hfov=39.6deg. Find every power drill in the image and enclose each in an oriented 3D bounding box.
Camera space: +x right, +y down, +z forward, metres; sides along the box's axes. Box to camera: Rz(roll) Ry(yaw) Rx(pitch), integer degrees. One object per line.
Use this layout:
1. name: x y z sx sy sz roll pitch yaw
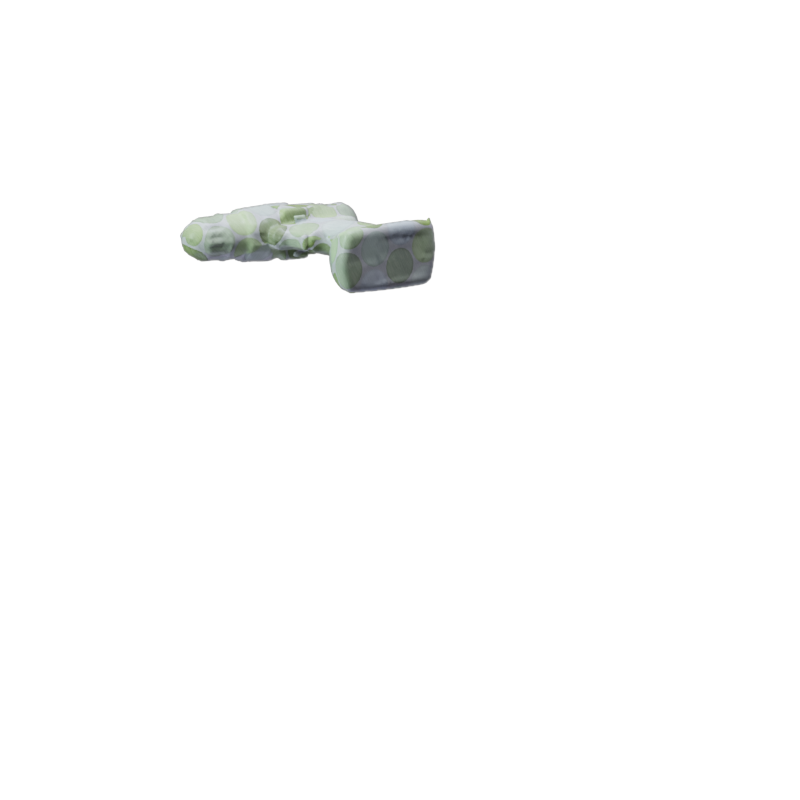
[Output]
1. power drill: -0.077 -0.140 0.978 0.180 0.055 0.199 -14 23 -35
